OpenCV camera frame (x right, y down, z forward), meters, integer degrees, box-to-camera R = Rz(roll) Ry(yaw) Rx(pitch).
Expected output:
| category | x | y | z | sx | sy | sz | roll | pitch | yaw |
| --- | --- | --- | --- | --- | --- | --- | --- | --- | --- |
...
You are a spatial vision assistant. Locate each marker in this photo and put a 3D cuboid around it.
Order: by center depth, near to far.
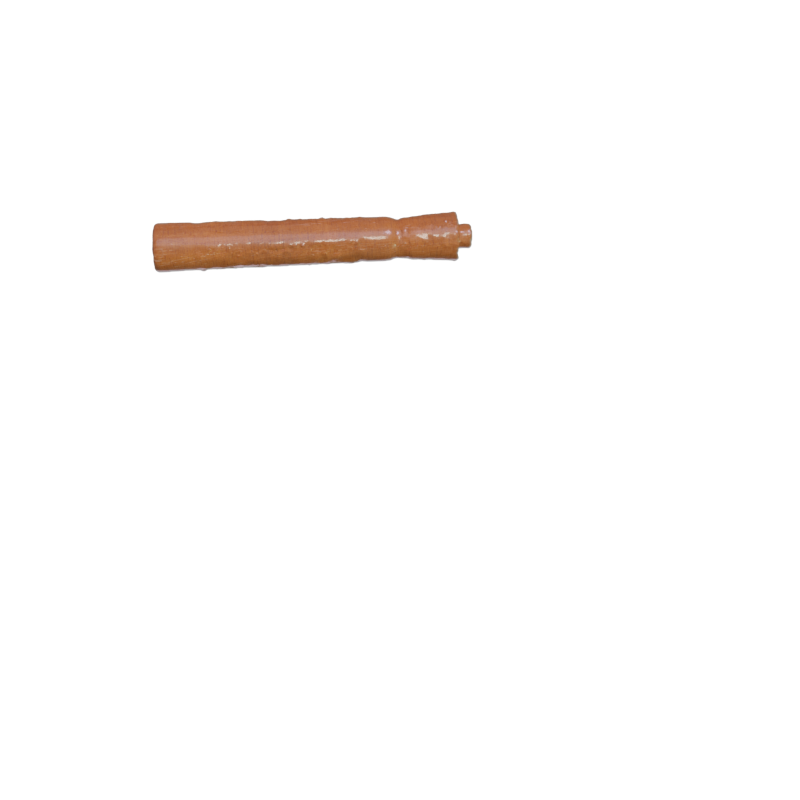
| category | x | y | z | sx | sy | sz | roll | pitch | yaw |
| --- | --- | --- | --- | --- | --- | --- | --- | --- | --- |
| marker | -0.033 | -0.061 | 0.424 | 0.121 | 0.020 | 0.020 | -2 | 4 | -1 |
